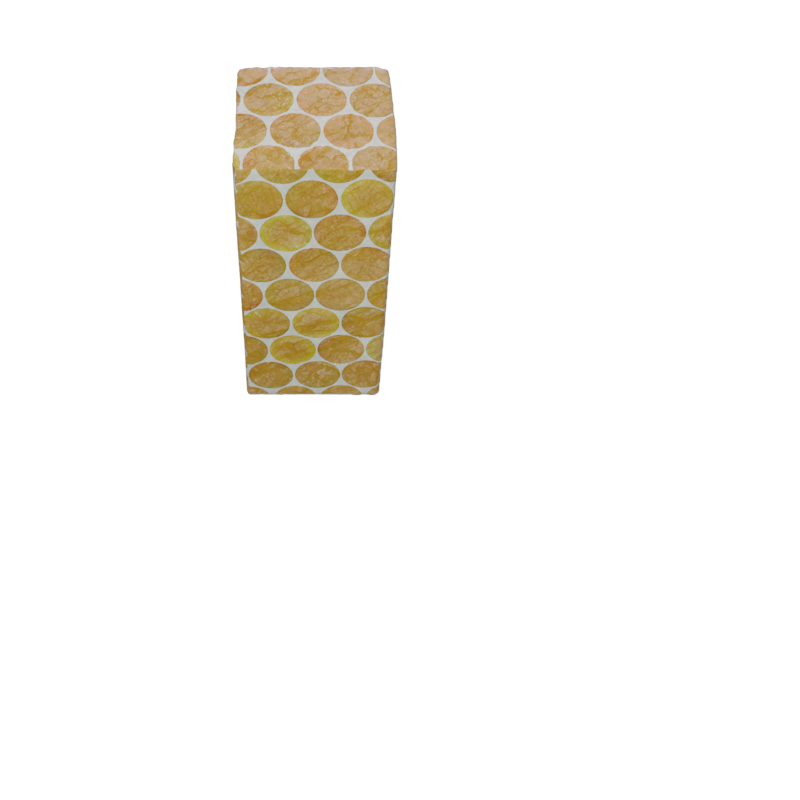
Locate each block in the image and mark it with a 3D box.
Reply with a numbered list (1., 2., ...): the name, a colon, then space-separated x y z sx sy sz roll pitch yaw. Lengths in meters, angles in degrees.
1. block: -0.054 -0.099 0.693 0.090 0.097 0.192 0 -38 -4
